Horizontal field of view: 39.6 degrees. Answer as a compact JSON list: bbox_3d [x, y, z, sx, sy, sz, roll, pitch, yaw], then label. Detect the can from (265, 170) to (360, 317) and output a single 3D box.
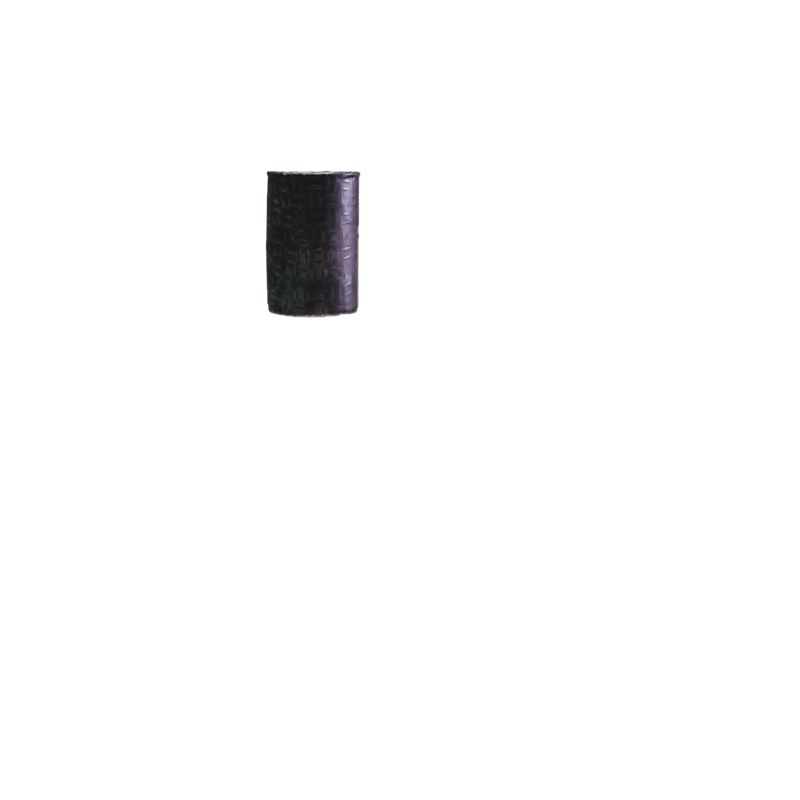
[{"bbox_3d":[-0.063,-0.115,0.803,0.068,0.101,0.070,0,7,-2],"label":"can"}]
